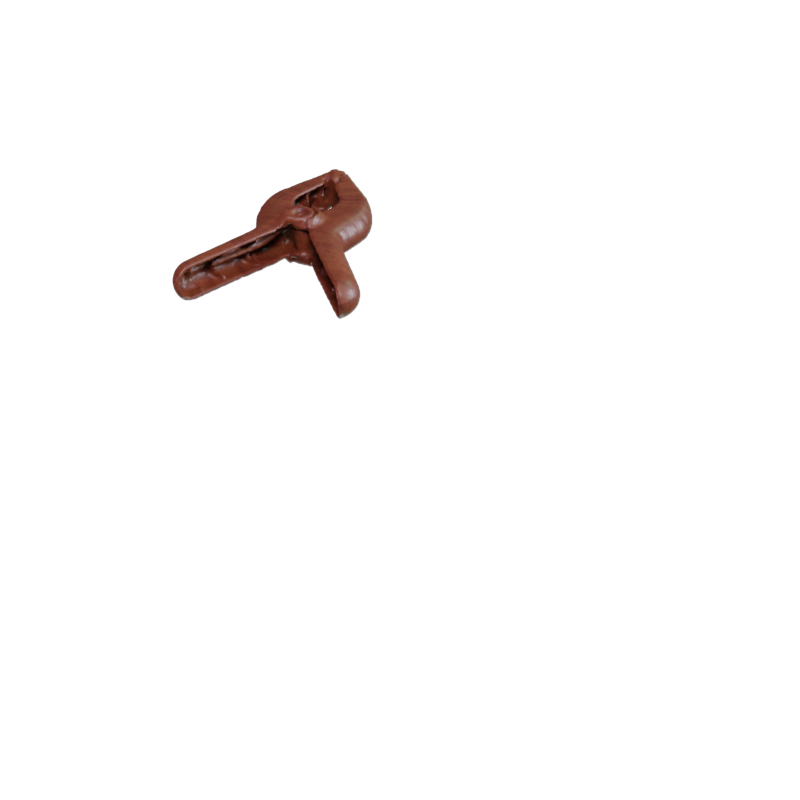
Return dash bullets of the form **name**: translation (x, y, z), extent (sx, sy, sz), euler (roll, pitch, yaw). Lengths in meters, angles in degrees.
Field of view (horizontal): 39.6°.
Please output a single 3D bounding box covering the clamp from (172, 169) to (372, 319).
- **clamp**: translation (-0.057, -0.104, 0.731), extent (0.125, 0.037, 0.176), euler (16, 40, 20)
